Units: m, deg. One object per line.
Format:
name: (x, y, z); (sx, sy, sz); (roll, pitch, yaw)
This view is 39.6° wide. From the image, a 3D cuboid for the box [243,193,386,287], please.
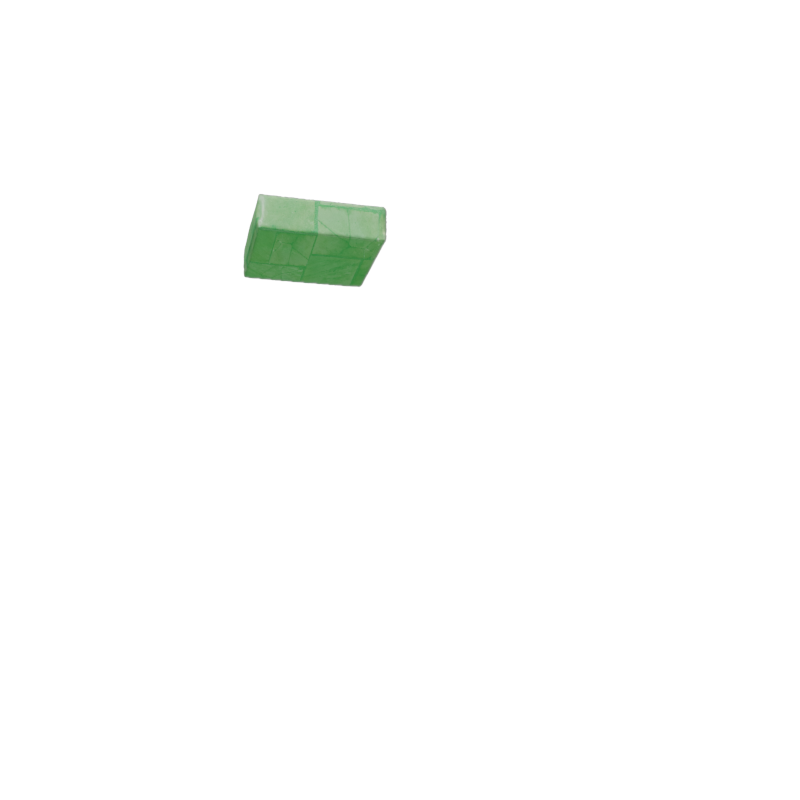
box: (-0.060, -0.110, 0.768); (0.088, 0.032, 0.070); (4, -23, -11)
